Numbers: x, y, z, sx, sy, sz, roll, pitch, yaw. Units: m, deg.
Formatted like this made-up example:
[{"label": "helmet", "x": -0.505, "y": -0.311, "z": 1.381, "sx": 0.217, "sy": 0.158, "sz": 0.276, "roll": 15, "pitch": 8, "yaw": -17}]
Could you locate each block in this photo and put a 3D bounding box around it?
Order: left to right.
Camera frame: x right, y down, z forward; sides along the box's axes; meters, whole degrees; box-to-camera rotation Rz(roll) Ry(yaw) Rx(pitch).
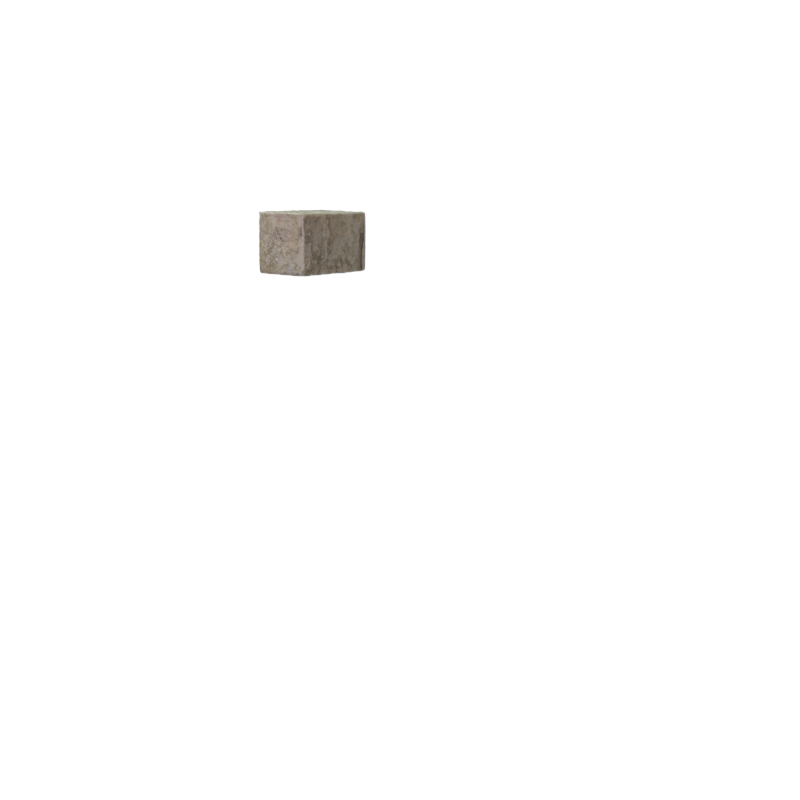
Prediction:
[{"label": "block", "x": -0.072, "y": -0.132, "z": 0.922, "sx": 0.055, "sy": 0.051, "sz": 0.076, "roll": 6, "pitch": 11, "yaw": 40}]
